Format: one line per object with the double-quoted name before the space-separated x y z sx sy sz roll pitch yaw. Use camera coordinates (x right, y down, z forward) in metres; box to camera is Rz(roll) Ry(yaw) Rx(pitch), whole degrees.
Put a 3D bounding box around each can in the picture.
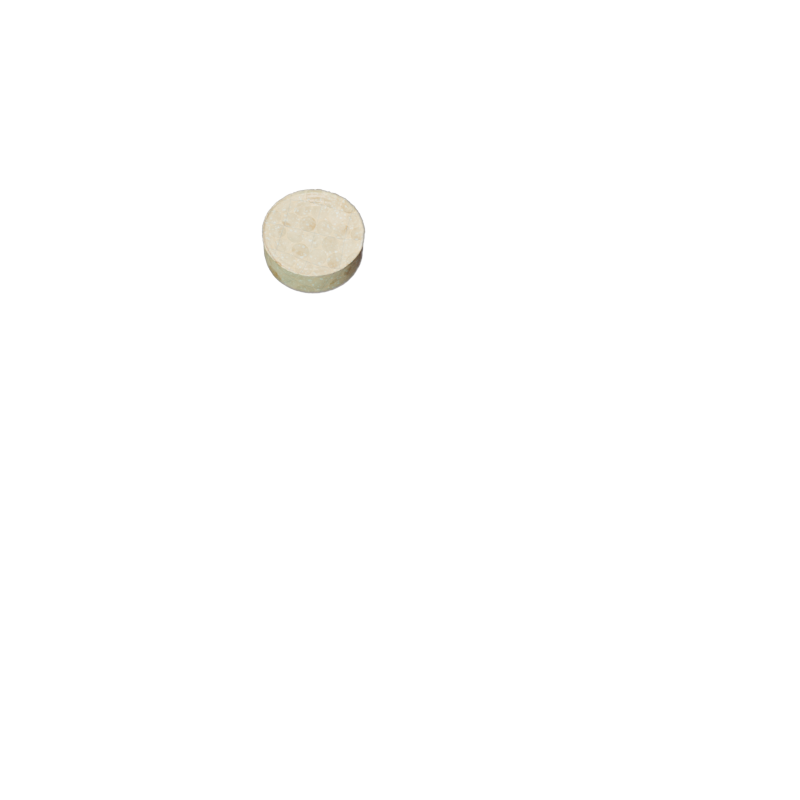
"can" -0.073 -0.133 0.932 0.086 0.091 0.031 -1 -30 -1
